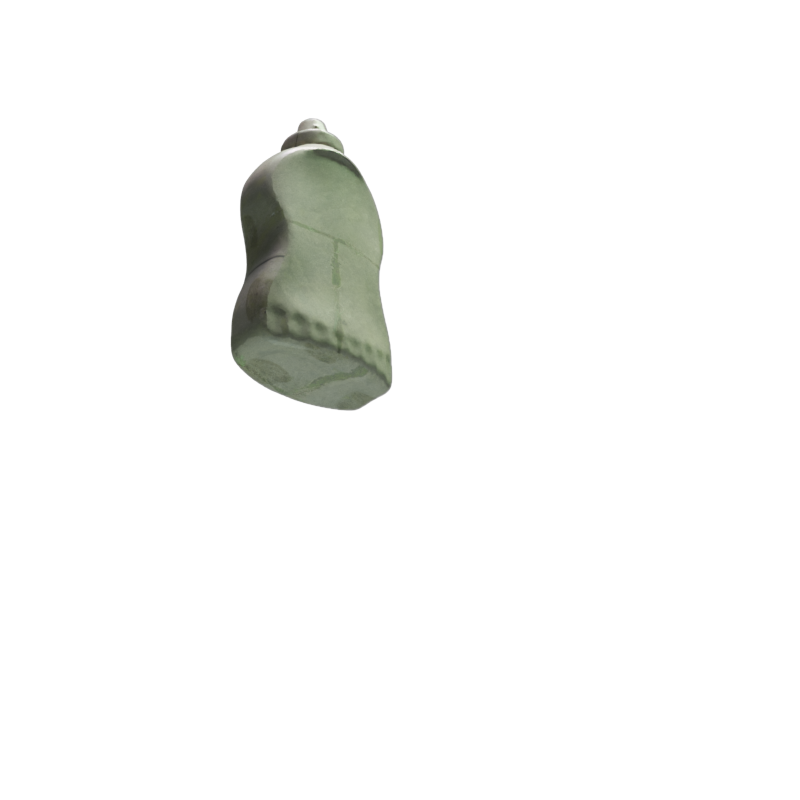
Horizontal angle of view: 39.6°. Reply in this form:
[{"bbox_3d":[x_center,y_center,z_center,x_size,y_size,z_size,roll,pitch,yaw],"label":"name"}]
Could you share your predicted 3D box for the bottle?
[{"bbox_3d":[-0.053,-0.095,0.667,0.091,0.205,0.058,22,-42,-32],"label":"bottle"}]
